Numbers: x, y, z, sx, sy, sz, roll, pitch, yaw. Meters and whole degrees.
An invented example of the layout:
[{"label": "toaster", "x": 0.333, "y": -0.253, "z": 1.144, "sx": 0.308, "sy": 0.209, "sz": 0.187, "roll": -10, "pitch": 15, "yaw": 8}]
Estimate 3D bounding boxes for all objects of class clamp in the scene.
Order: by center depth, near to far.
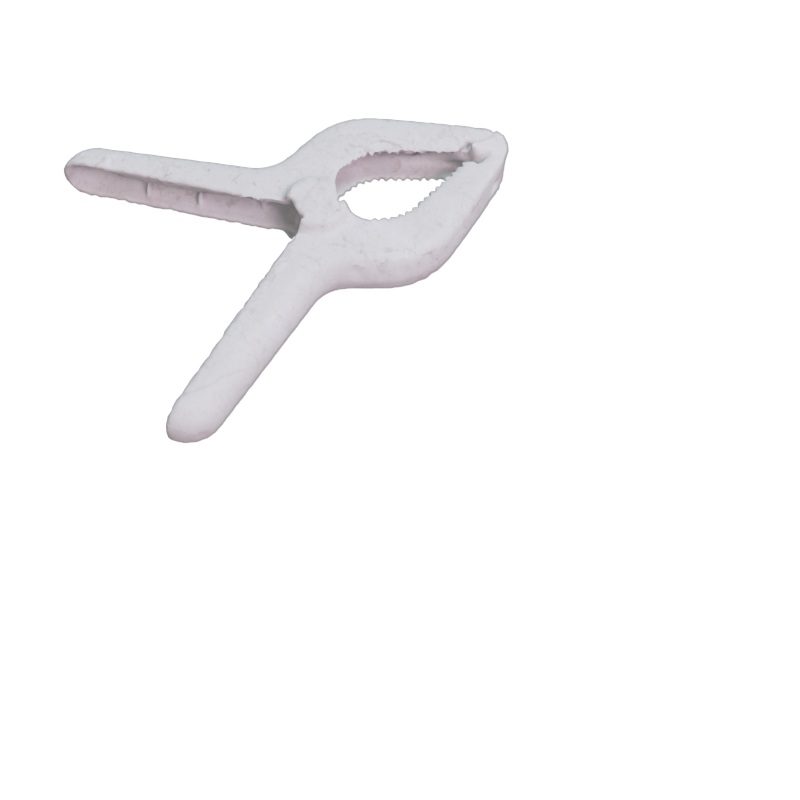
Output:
[{"label": "clamp", "x": -0.041, "y": -0.074, "z": 0.520, "sx": 0.208, "sy": 0.177, "sz": 0.034, "roll": -15, "pitch": -31, "yaw": -10}]
